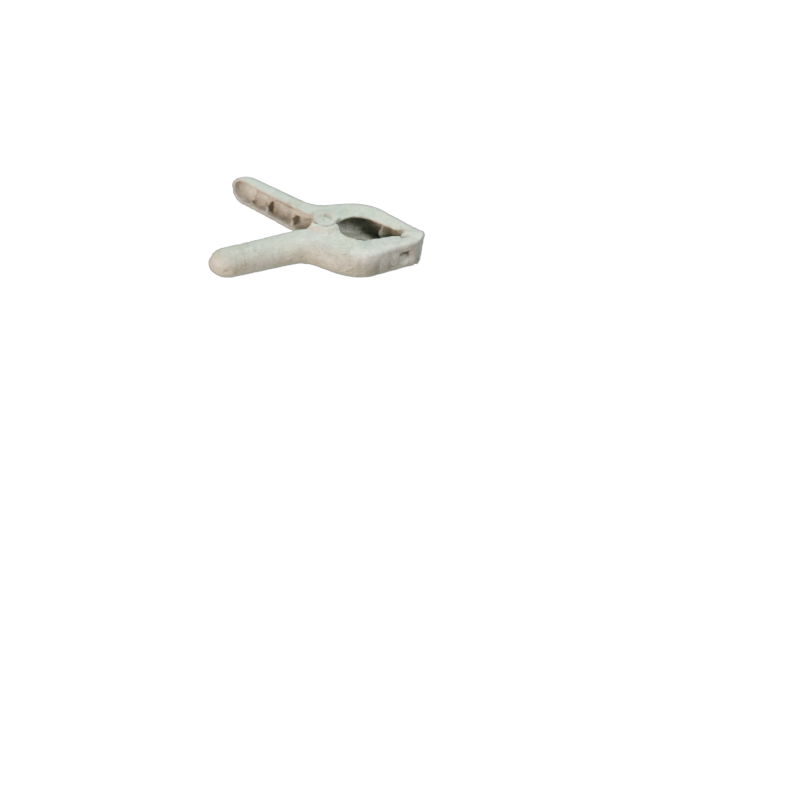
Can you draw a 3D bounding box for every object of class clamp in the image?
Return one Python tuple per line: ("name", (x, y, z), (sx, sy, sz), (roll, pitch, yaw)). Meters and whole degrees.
("clamp", (-0.070, -0.127, 0.892), (0.175, 0.127, 0.036), (11, -42, 10))
